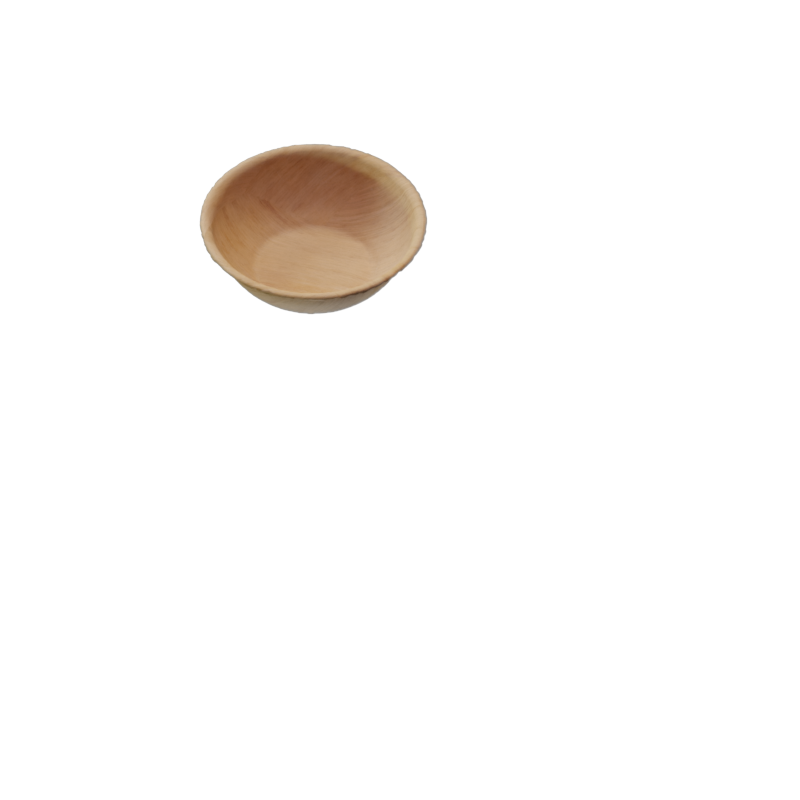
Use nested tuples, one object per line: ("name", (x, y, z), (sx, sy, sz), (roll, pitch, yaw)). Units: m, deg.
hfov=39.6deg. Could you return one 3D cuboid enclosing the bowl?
("bowl", (-0.063, -0.115, 0.807), (0.162, 0.174, 0.051), (-1, -42, -1))
